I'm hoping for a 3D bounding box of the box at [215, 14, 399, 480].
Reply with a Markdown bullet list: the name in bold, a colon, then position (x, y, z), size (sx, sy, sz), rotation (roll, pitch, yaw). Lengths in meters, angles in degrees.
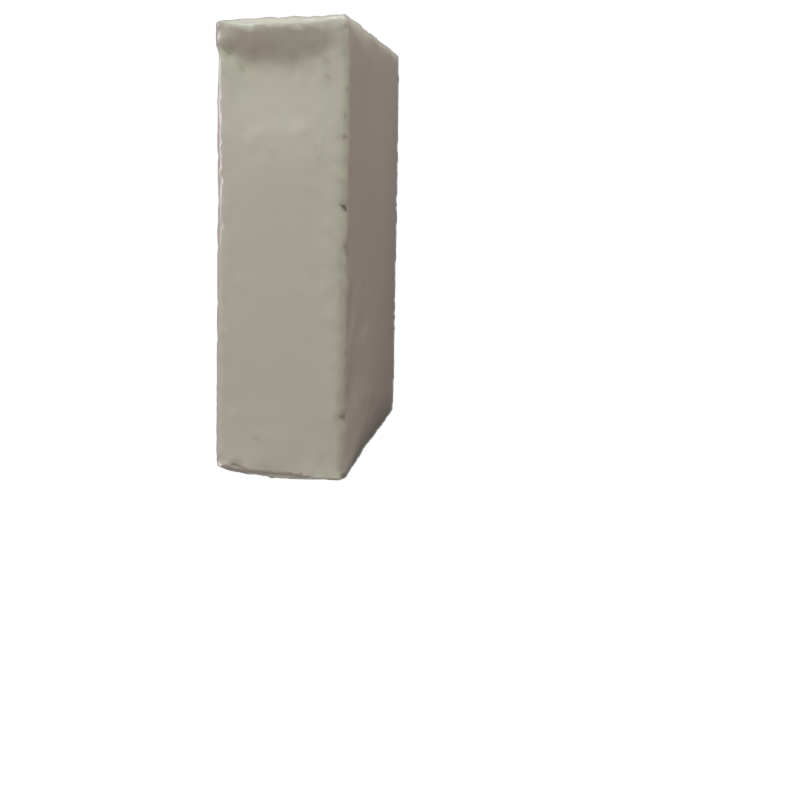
- **box**: position (-0.046, -0.083, 0.583), size (0.073, 0.212, 0.164), rotation (1, 6, 9)
